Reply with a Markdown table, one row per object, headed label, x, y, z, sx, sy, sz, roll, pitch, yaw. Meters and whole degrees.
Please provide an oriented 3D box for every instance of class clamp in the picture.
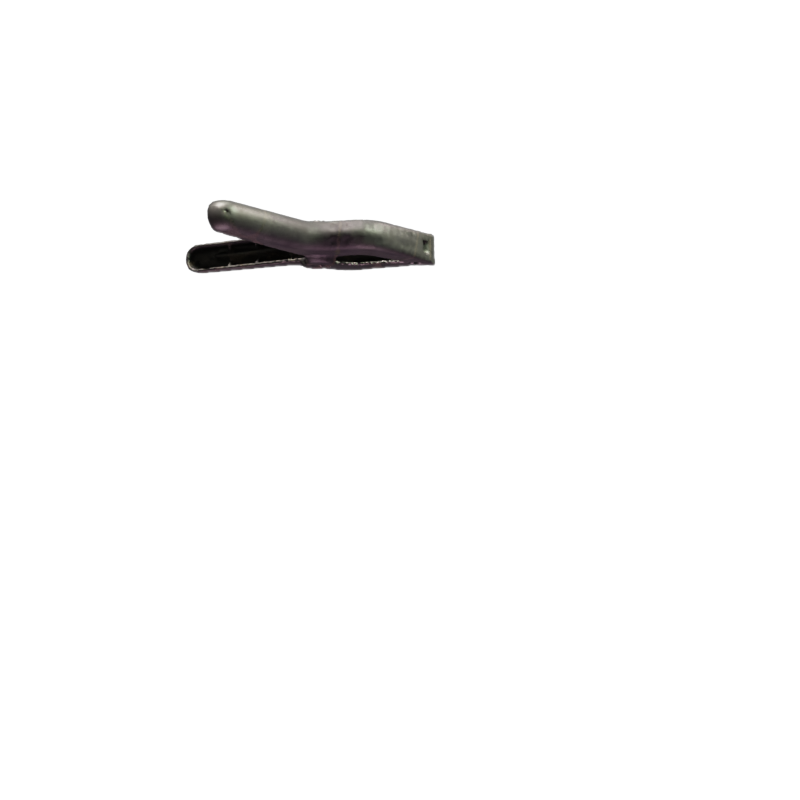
| label | x | y | z | sx | sy | sz | roll | pitch | yaw |
| --- | --- | --- | --- | --- | --- | --- | --- | --- | --- |
| clamp | -0.071 | -0.130 | 0.909 | 0.208 | 0.037 | 0.162 | 1 | -6 | -7 |
